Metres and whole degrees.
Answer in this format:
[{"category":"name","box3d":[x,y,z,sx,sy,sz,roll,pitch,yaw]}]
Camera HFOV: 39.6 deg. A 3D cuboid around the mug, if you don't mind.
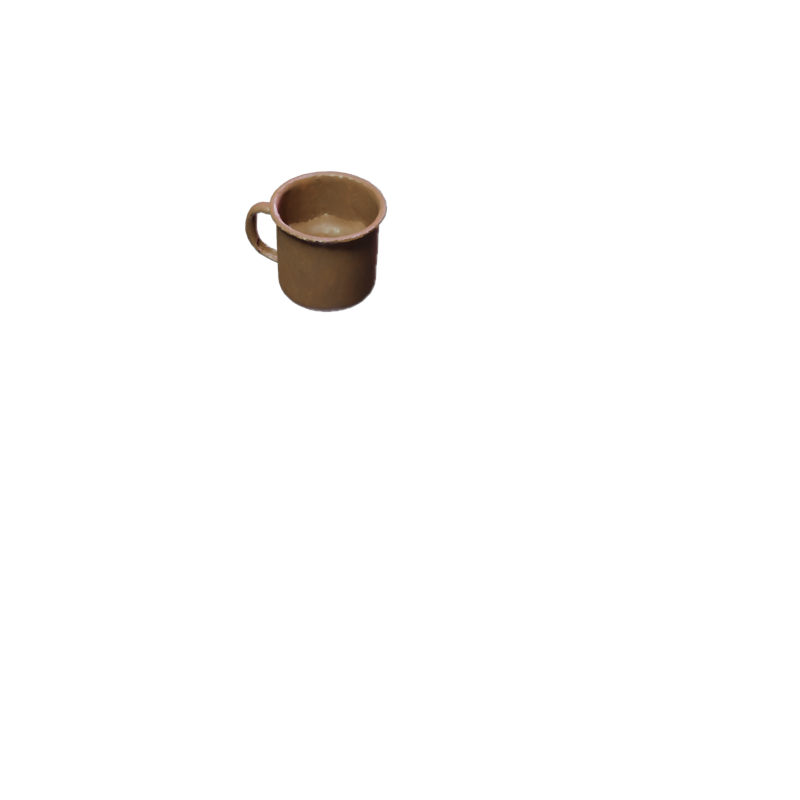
[{"category":"mug","box3d":[-0.070,-0.128,0.898,0.120,0.076,0.098,11,43,11]}]
